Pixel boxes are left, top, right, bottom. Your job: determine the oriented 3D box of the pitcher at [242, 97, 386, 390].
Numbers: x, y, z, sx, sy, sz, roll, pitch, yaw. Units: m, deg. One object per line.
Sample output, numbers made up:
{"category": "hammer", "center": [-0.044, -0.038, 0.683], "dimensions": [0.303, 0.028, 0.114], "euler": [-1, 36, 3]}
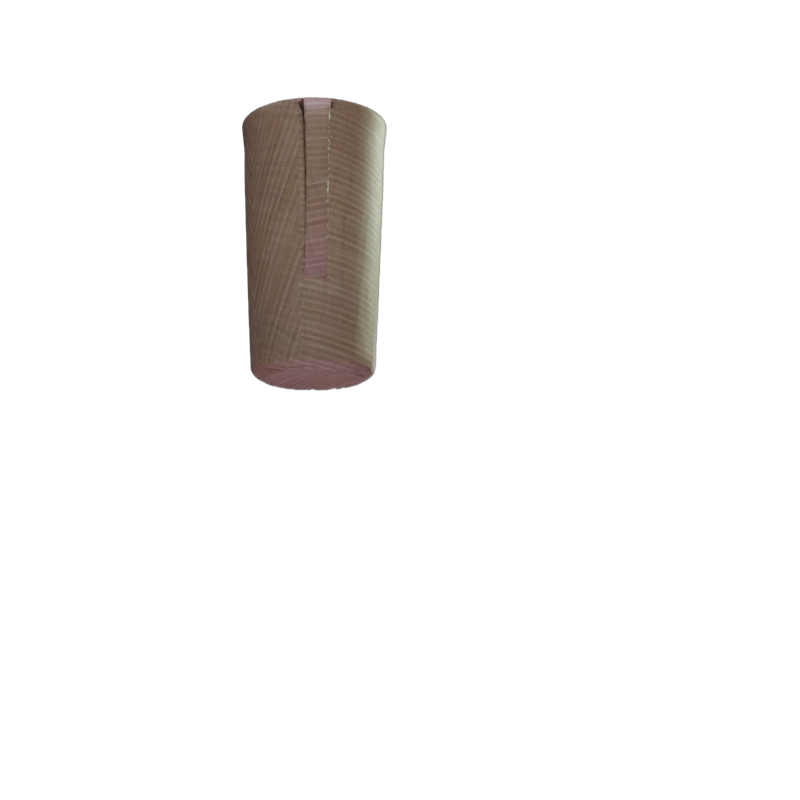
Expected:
{"category": "pitcher", "center": [-0.076, -0.139, 0.975], "dimensions": [0.148, 0.253, 0.140], "euler": [-14, -21, 38]}
